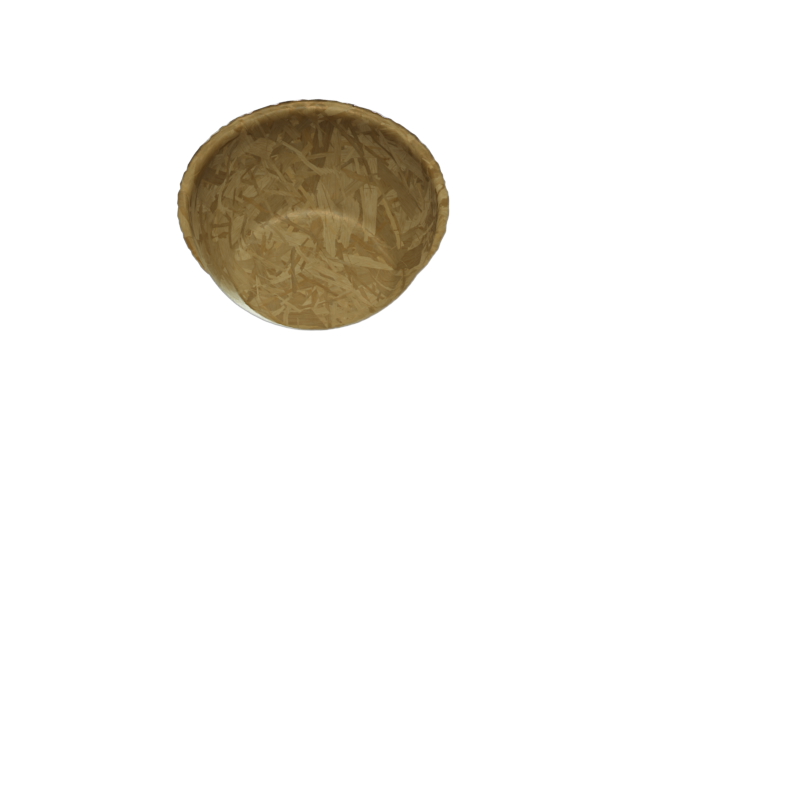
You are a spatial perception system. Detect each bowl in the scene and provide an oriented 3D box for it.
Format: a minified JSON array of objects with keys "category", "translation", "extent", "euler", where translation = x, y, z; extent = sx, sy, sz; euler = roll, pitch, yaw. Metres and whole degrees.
[{"category":"bowl","translation":[-0.050,-0.091,0.640],"extent":[0.162,0.151,0.059],"euler":[1,44,-1]}]
